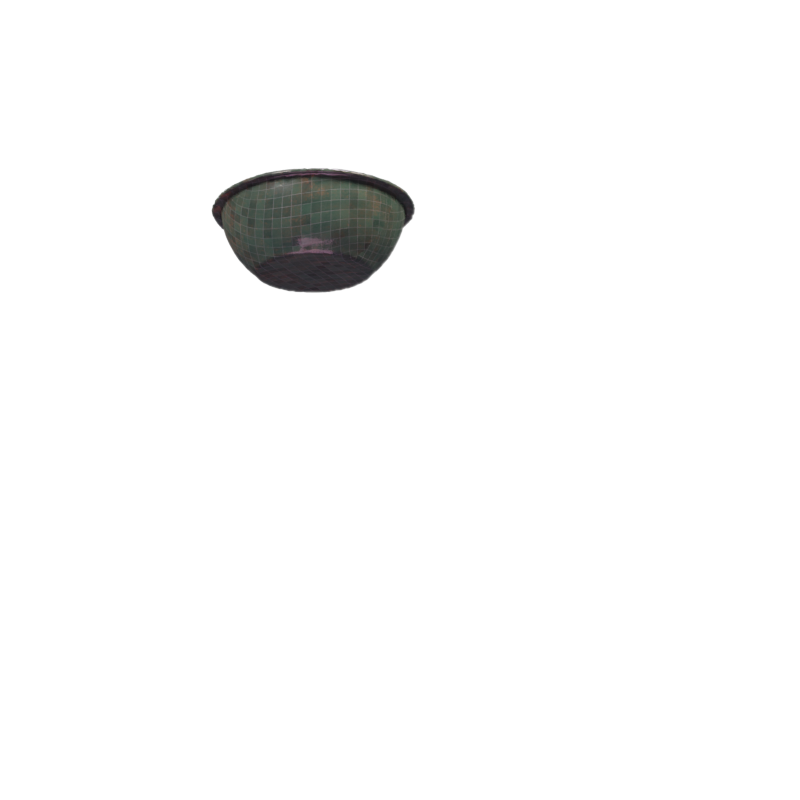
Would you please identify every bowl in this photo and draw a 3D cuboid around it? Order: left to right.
[{"bbox_3d":[-0.069,-0.125,0.877,0.162,0.057,0.155,0,-15,-2],"label":"bowl"}]
